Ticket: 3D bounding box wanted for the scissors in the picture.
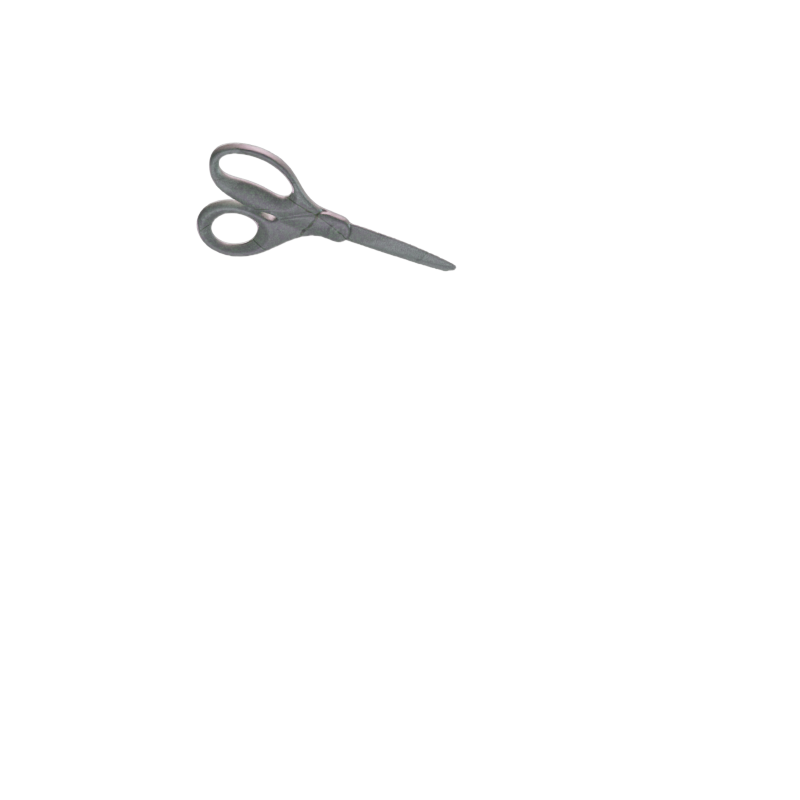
[{"bbox_3d":[-0.065,-0.119,0.831,0.194,0.094,0.017,33,24,-17],"label":"scissors"}]
